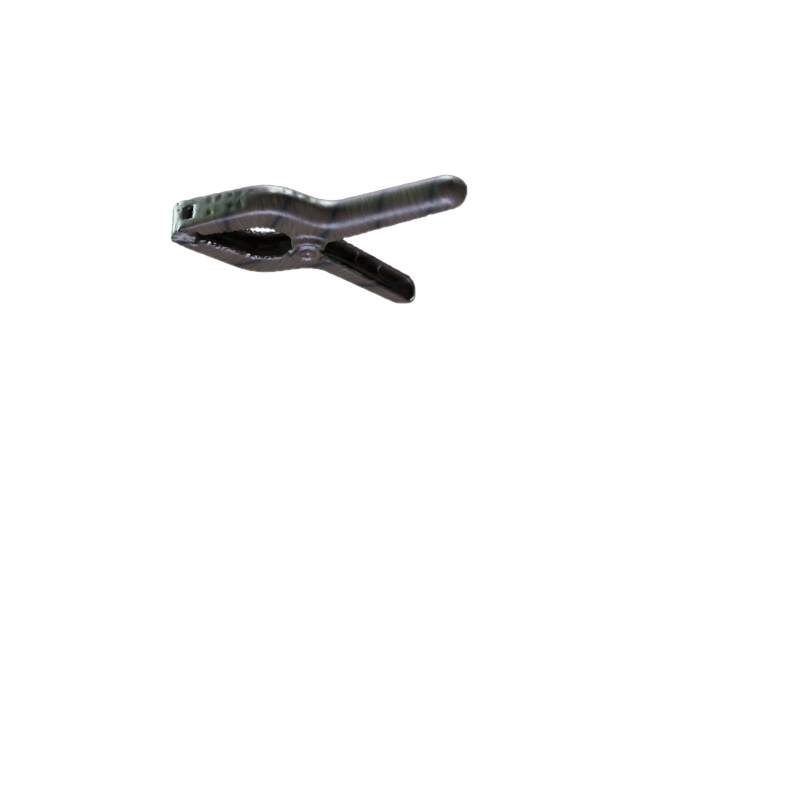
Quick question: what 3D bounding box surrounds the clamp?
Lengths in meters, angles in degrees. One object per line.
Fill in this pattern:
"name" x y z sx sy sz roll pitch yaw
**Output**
"clamp" -0.065 -0.119 0.836 0.209 0.039 0.155 2 -26 -3
